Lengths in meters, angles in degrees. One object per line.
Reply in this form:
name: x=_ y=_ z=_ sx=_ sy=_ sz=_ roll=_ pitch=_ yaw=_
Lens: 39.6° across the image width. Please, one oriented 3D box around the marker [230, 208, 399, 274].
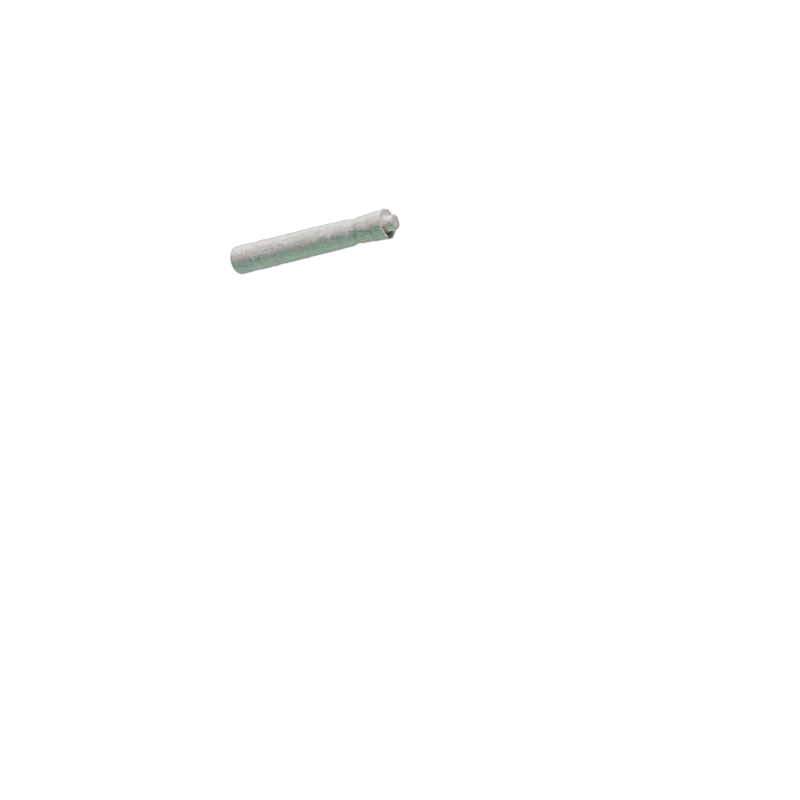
marker: x=-0.054 y=-0.099 z=0.692 sx=0.124 sy=0.020 sz=0.019 roll=-8 pitch=-1 yaw=33
